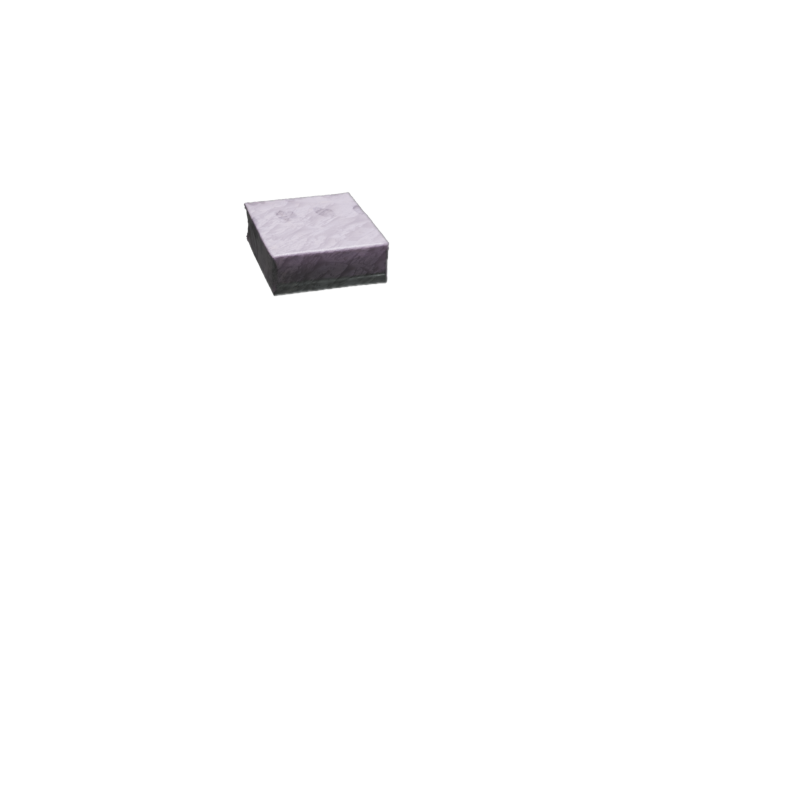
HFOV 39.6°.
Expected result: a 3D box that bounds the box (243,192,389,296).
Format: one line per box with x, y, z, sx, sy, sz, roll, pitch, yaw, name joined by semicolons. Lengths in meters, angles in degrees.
-0.068;-0.123;0.864;0.088;0.037;0.121;-8;29;-15;box
